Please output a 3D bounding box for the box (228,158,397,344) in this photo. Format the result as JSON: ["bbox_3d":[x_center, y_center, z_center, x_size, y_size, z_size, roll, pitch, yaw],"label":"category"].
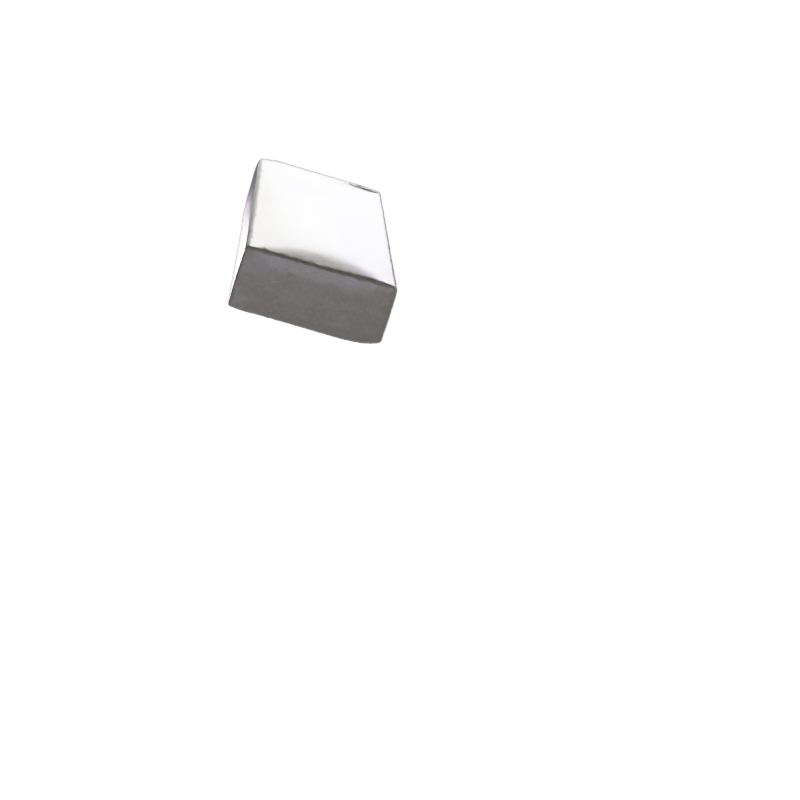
[{"bbox_3d":[-0.056,-0.102,0.709,0.092,0.046,0.187,14,28,-11],"label":"box"}]
